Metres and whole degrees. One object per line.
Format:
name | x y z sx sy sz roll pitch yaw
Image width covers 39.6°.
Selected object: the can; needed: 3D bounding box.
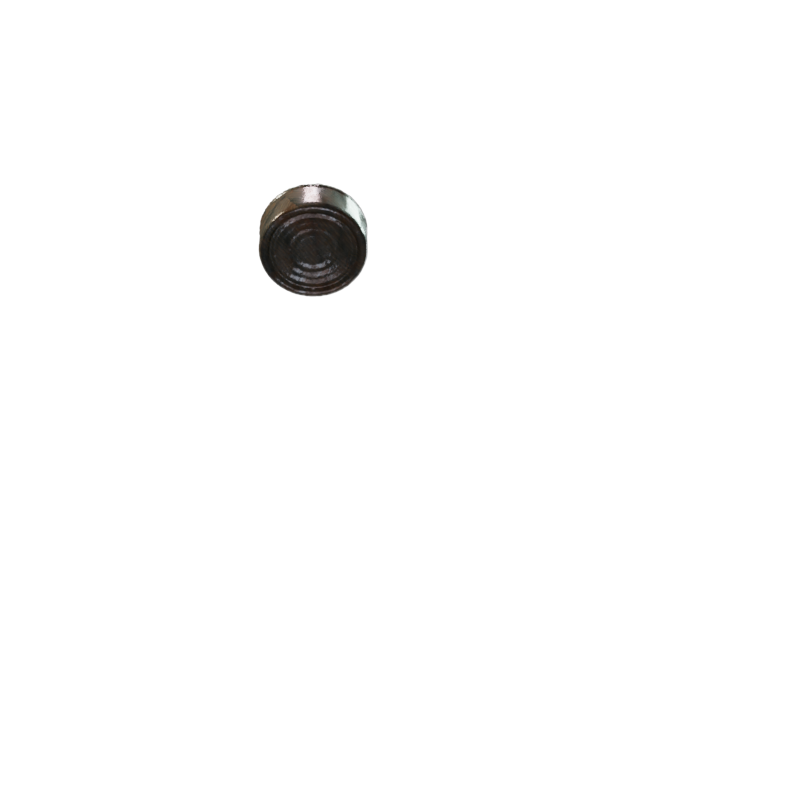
can | -0.068 -0.124 0.866 0.086 0.080 0.036 1 34 -1
